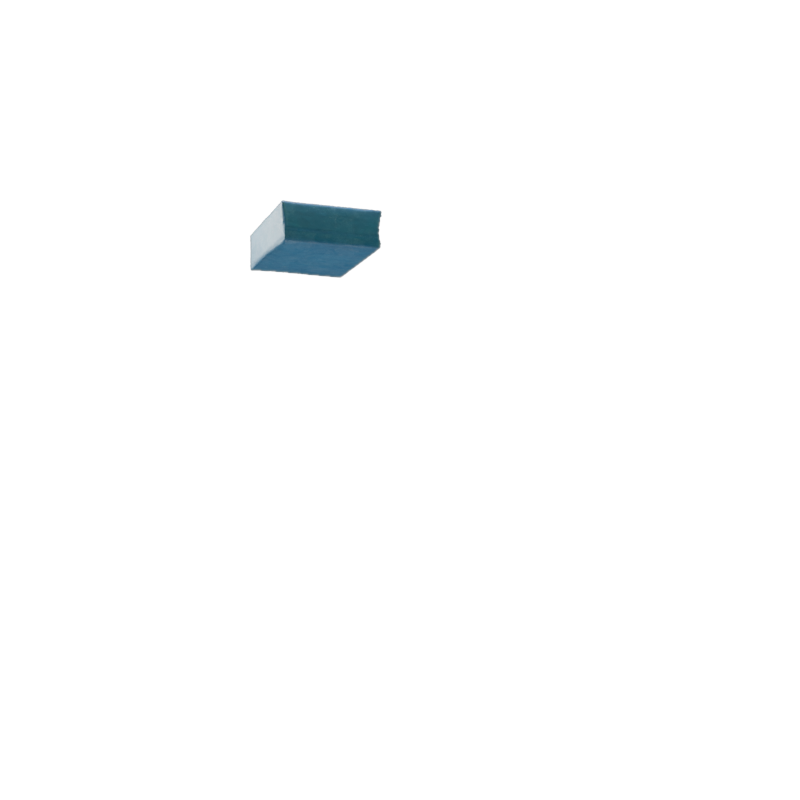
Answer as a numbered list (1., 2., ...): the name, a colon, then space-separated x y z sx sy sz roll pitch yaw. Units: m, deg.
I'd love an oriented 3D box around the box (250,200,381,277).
1. box: -0.077 -0.140 0.979 0.087 0.040 0.114 3 -8 -20
